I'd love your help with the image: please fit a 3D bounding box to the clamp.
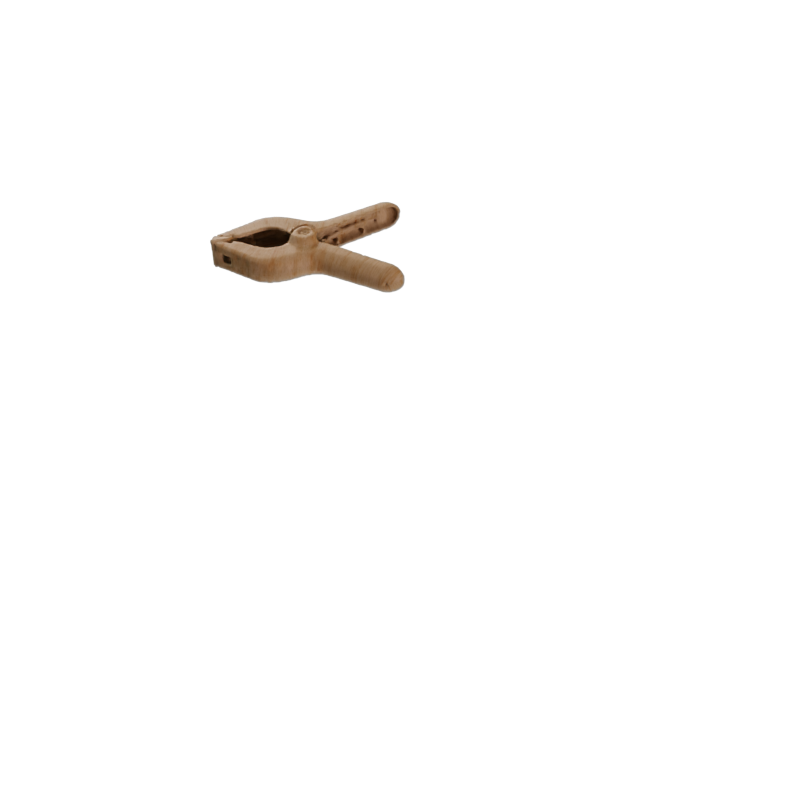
[{"bbox_3d":[-0.076,-0.138,0.968,0.174,0.037,0.126,5,33,8],"label":"clamp"}]
